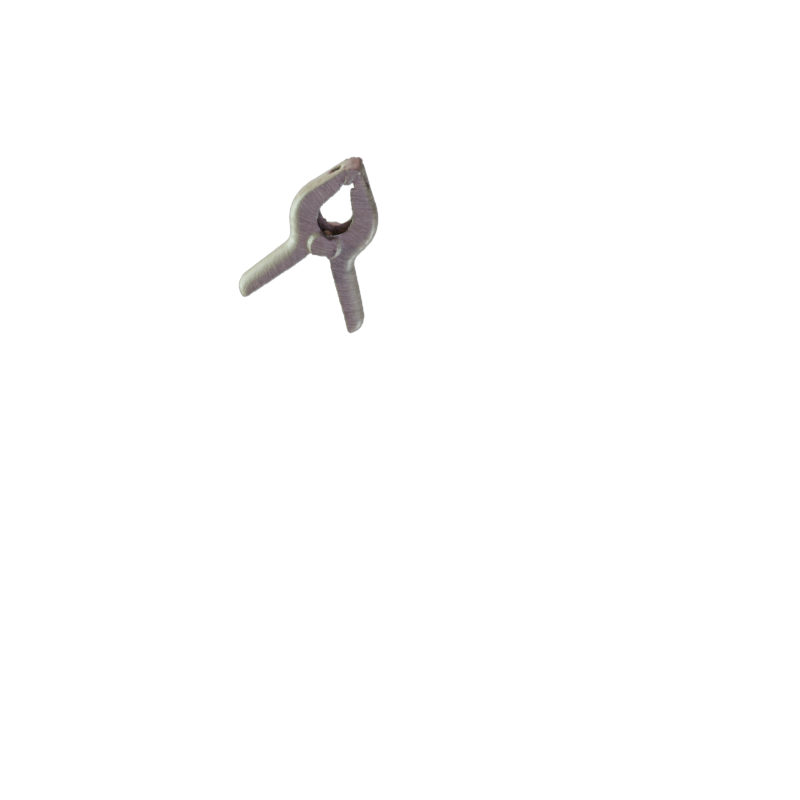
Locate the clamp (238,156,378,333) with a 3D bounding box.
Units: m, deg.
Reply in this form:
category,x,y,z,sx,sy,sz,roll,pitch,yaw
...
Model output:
category,x,y,z,sx,sy,sz,roll,pitch,yaw
clamp,-0.078,-0.143,1.000,0.119,0.163,0.042,10,29,-6
